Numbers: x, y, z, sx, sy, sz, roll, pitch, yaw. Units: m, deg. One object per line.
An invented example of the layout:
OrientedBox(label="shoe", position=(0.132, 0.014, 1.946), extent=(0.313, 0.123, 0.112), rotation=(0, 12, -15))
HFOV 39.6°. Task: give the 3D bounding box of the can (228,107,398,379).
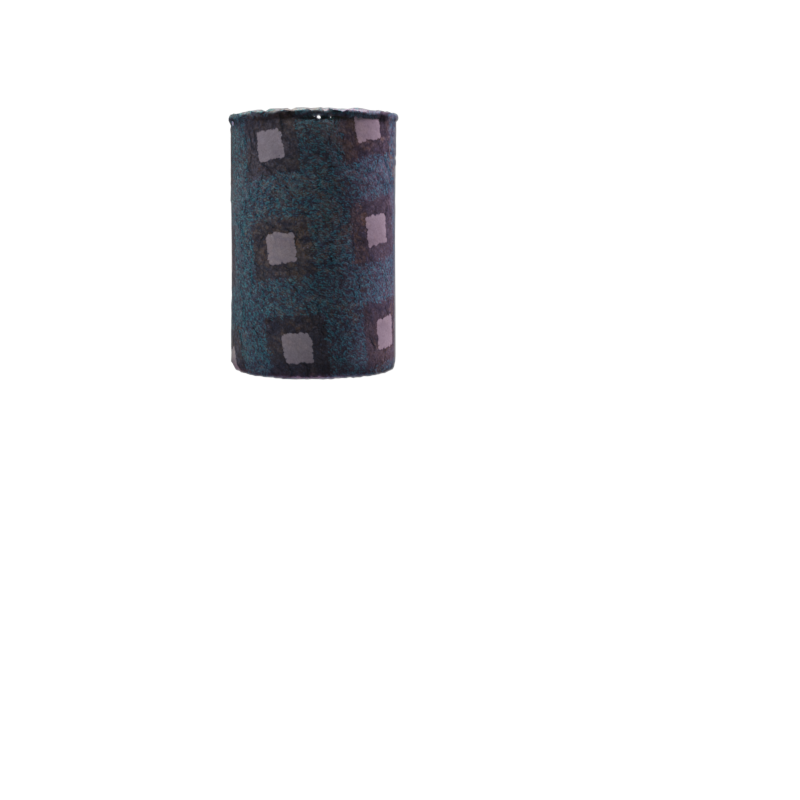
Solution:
OrientedBox(label="can", position=(-0.035, -0.064, 0.446), extent=(0.068, 0.102, 0.069), rotation=(0, 4, -2))
